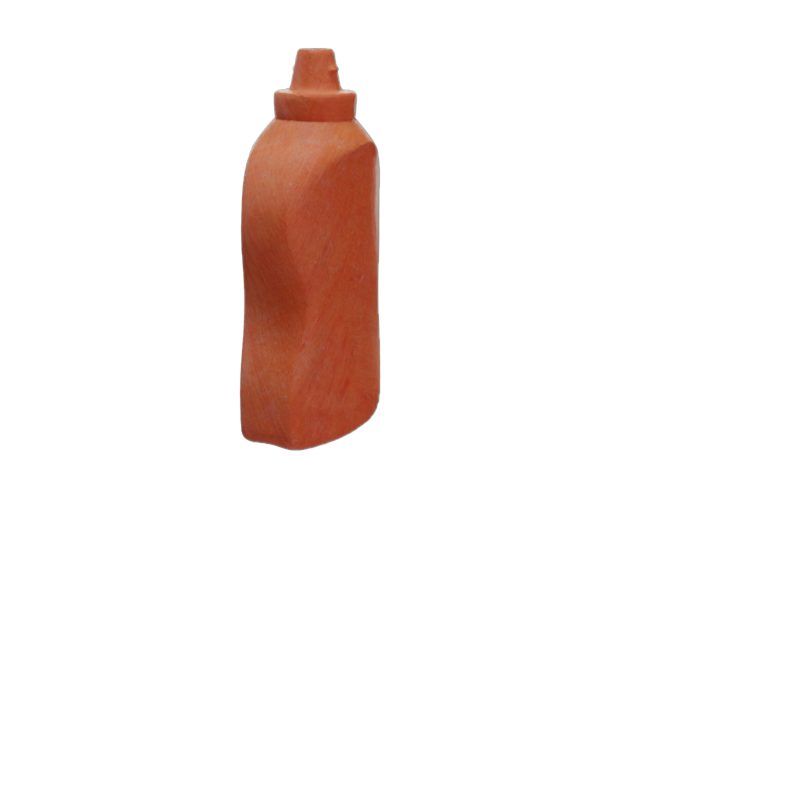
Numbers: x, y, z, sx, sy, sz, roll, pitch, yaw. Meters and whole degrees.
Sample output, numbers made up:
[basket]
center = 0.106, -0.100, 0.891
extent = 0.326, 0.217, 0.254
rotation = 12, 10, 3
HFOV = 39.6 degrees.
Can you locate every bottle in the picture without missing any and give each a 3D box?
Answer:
[bottle]
center = -0.043, -0.080, 0.558
extent = 0.061, 0.186, 0.095
rotation = 7, 14, 28
